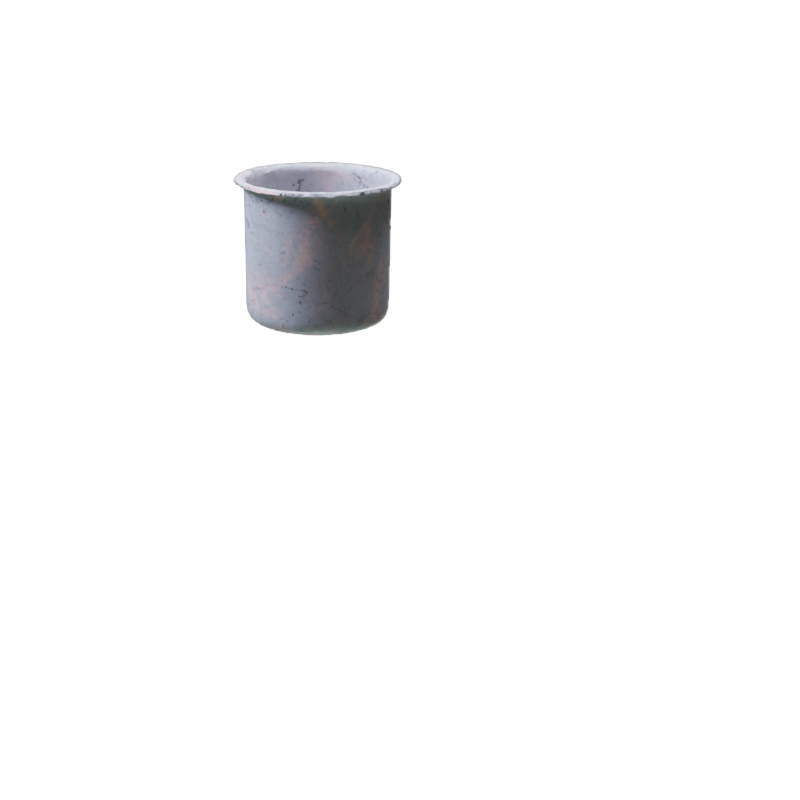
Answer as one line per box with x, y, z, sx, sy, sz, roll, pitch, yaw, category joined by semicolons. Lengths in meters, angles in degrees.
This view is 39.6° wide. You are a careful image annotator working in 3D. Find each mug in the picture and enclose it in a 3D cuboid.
-0.050;-0.091;0.636;0.092;0.078;0.124;-4;20;-14;mug
